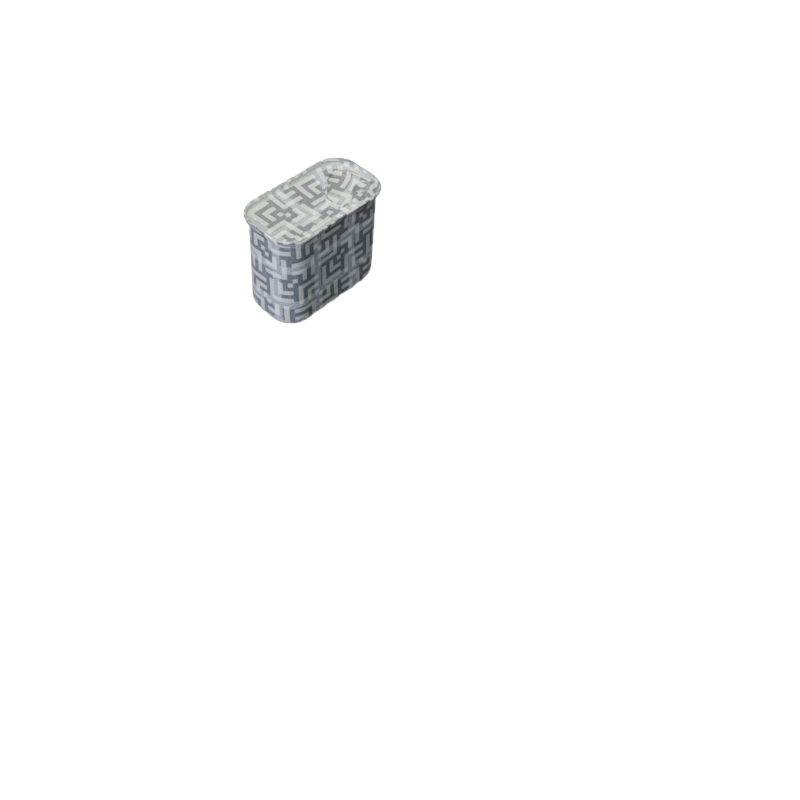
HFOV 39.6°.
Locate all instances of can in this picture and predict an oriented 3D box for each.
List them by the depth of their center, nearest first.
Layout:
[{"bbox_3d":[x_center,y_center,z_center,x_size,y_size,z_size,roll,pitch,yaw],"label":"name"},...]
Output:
[{"bbox_3d":[-0.064,-0.116,0.814,0.061,0.078,0.103,35,55,28],"label":"can"}]
